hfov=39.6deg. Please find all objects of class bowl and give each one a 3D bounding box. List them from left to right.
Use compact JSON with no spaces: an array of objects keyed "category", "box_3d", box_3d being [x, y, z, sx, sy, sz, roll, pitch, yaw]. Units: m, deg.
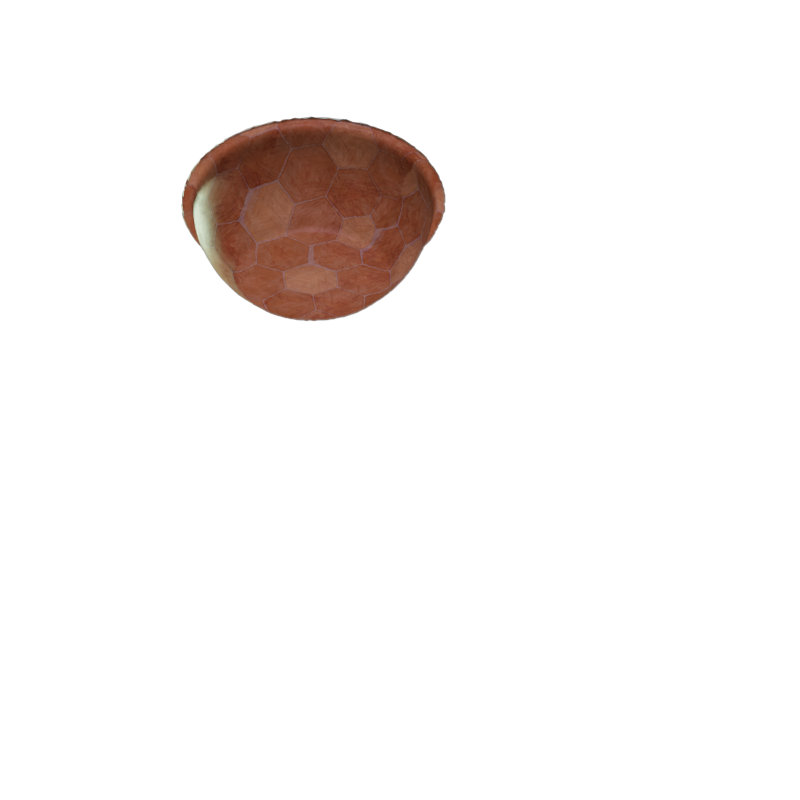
[{"category":"bowl","box_3d":[-0.052,-0.095,0.666,0.162,0.059,0.152,1,-33,-2]}]
